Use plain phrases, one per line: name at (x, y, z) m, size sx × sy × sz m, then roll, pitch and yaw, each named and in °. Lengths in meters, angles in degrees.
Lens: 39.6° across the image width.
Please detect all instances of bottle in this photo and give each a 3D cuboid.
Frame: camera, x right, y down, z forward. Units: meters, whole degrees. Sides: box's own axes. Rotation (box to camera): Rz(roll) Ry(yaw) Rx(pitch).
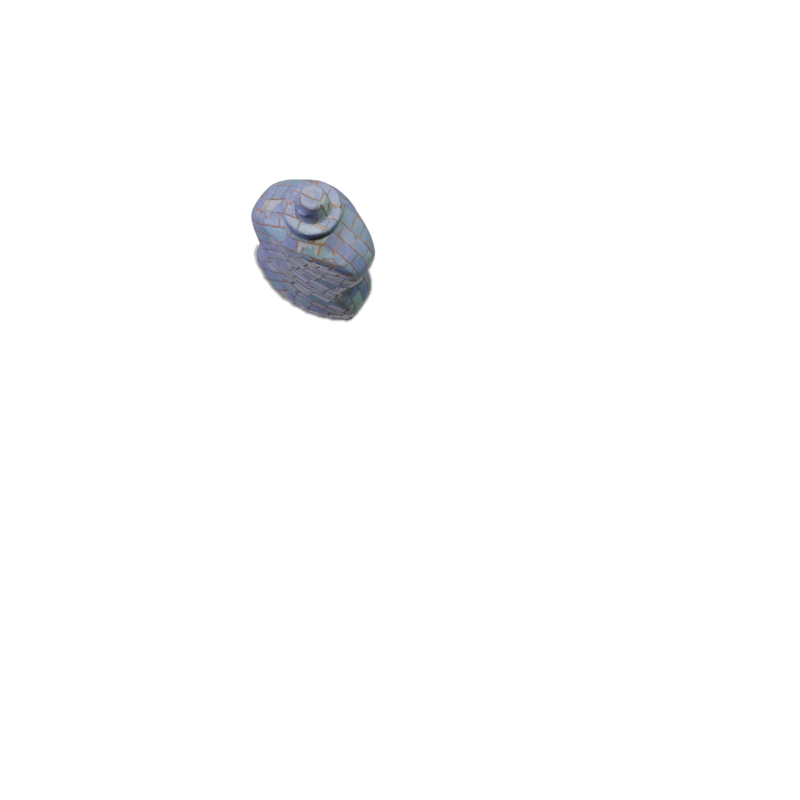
bottle at (-0.065, -0.118, 0.831) m, size 0.098 × 0.059 × 0.185 m, roll 34°, pitch -12°, yaw 5°
